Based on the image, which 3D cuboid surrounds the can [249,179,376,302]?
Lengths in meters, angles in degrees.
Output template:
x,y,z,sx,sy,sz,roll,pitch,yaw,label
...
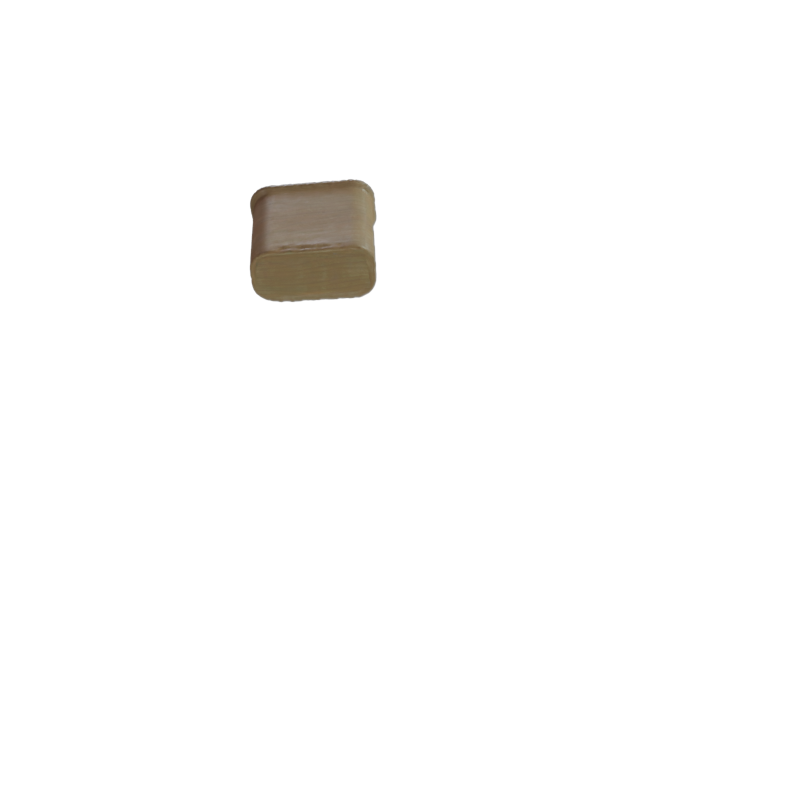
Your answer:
x,y,z,sx,sy,sz,roll,pitch,yaw,label
-0.068,-0.125,0.875,0.102,0.053,0.090,-4,43,2,can
